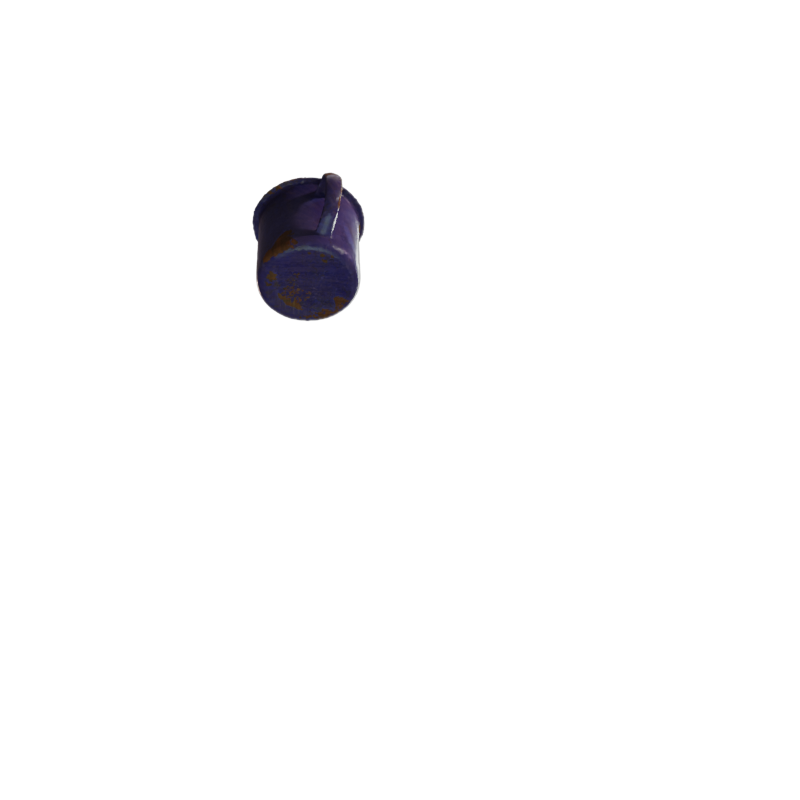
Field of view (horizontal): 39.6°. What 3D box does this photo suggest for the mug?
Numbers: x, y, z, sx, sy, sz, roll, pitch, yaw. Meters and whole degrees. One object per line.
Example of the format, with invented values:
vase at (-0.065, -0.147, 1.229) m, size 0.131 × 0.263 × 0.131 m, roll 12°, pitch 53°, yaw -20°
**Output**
mug at (-0.069, -0.126, 0.881) m, size 0.091 × 0.112 × 0.087 m, roll 16°, pitch 39°, yaw -15°
